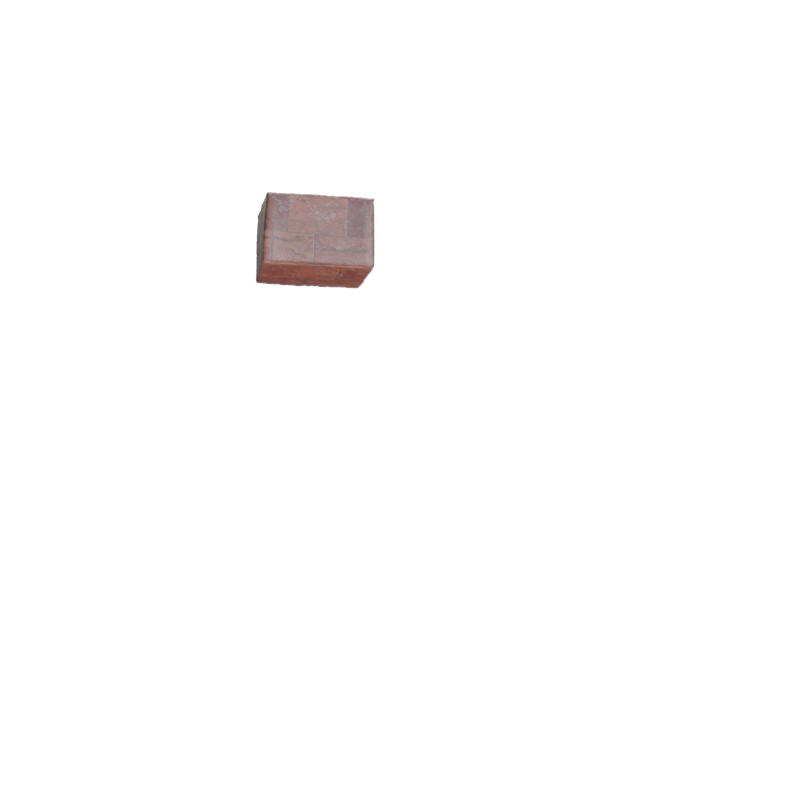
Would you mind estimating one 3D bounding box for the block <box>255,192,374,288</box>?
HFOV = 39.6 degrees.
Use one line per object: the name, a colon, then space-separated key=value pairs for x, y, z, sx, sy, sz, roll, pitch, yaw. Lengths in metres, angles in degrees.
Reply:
block: x=-0.061 y=-0.111 z=0.777 sx=0.077 sy=0.053 sz=0.051 roll=2 pitch=-15 yaw=-11
